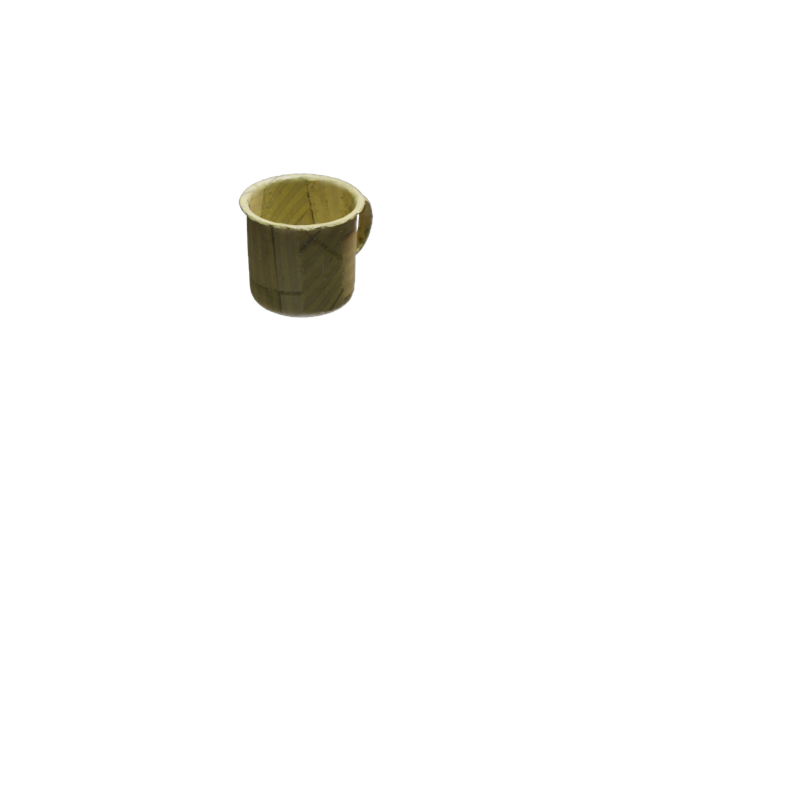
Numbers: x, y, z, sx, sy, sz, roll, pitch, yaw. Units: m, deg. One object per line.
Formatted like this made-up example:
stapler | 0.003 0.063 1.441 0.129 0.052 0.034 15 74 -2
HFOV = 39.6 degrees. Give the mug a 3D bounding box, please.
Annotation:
mug | -0.066 -0.121 0.848 0.099 0.077 0.117 27 41 35
